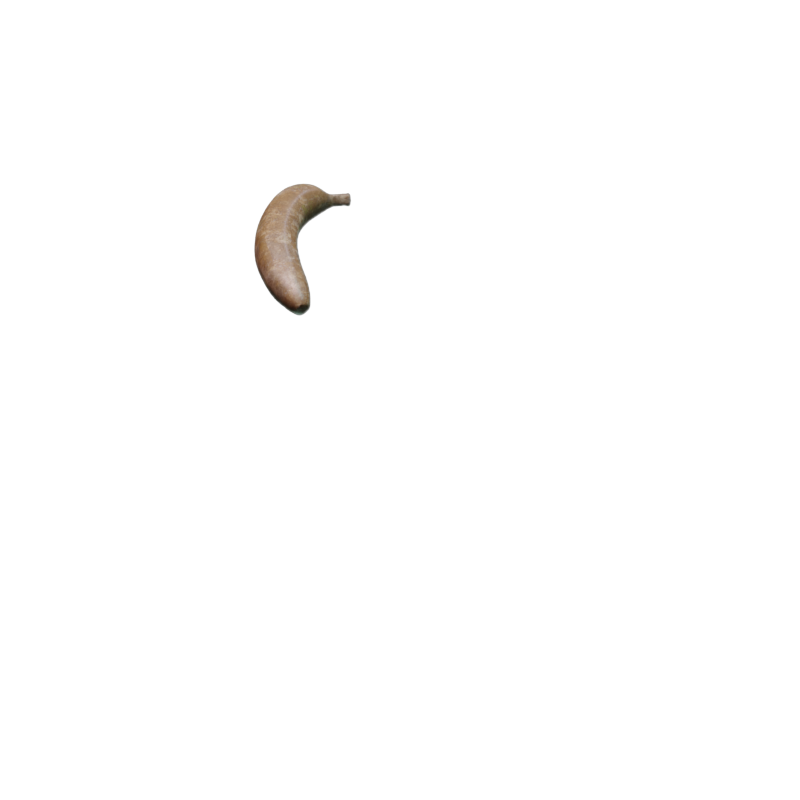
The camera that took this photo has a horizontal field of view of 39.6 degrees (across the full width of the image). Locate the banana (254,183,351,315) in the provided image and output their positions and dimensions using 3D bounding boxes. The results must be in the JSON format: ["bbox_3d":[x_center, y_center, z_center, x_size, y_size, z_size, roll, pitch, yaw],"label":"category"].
[{"bbox_3d":[-0.093,-0.143,0.973,0.070,0.034,0.209,6,38,7],"label":"banana"}]
